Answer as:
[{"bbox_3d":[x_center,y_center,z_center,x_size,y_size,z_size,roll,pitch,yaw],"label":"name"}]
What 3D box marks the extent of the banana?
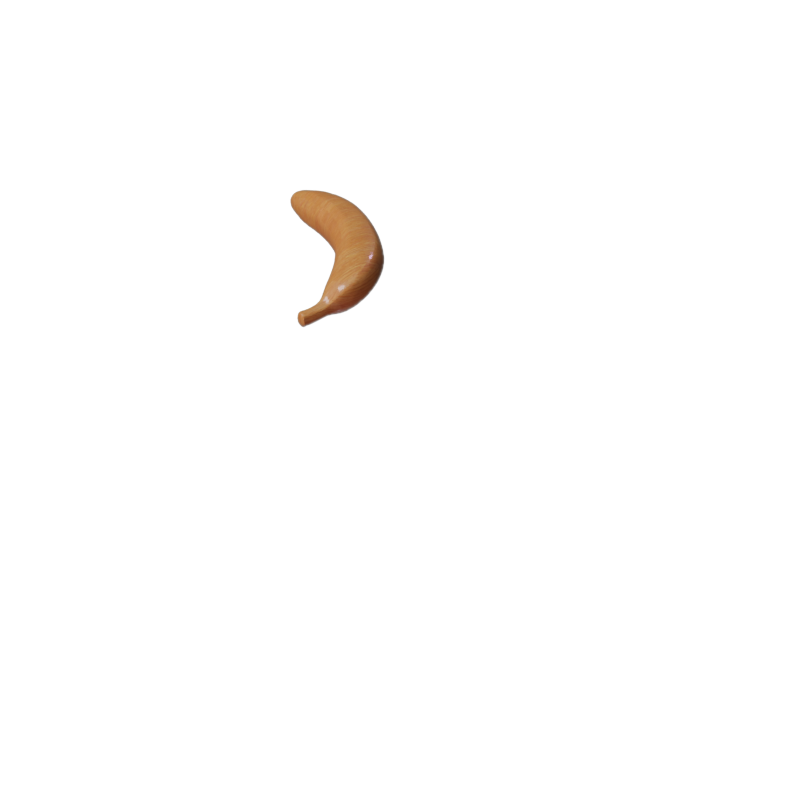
[{"bbox_3d":[-0.050,-0.123,0.872,0.069,0.034,0.211,-3,33,-5],"label":"banana"}]
